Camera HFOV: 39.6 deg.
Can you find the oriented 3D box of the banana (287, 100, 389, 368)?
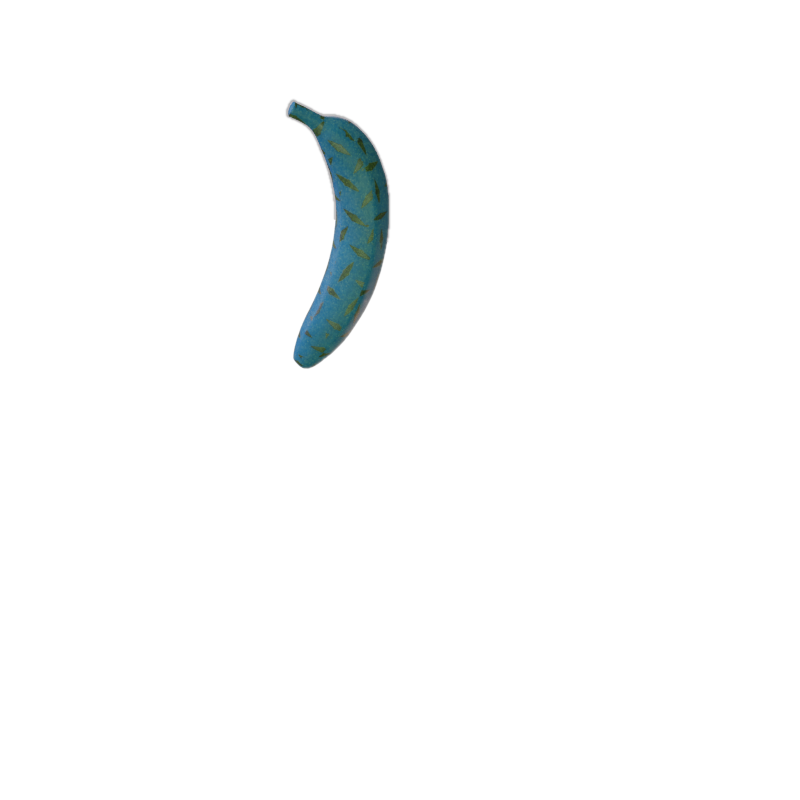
[{"bbox_3d":[-0.042,-0.114,0.773,0.069,0.189,0.038,0,21,-1],"label":"banana"}]
